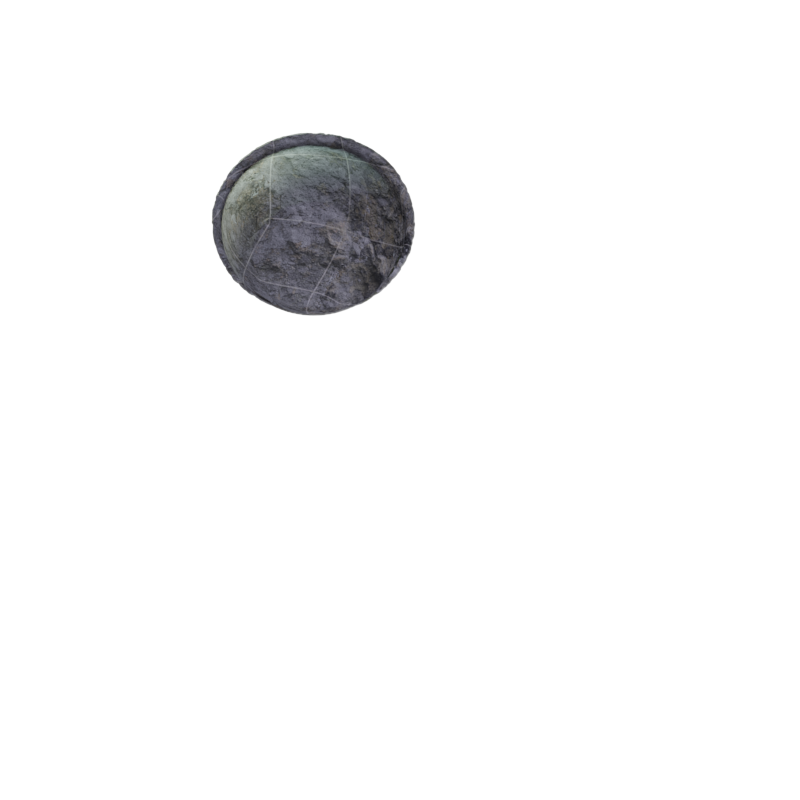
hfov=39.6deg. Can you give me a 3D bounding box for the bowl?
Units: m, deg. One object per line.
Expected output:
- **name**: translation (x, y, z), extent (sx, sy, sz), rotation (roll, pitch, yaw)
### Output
- **bowl**: translation (-0.067, -0.123, 0.858), extent (0.162, 0.153, 0.058), rotation (1, 30, -1)
